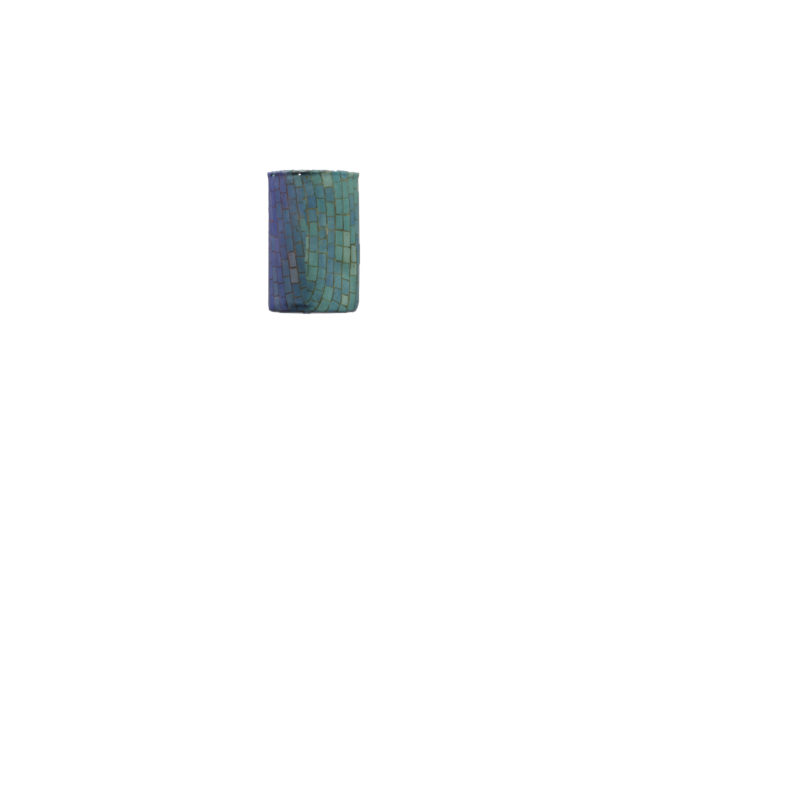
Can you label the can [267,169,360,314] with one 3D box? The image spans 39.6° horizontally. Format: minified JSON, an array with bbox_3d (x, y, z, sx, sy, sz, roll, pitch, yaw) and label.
[{"bbox_3d":[-0.064,-0.116,0.814,0.068,0.102,0.069,0,3,-2],"label":"can"}]
